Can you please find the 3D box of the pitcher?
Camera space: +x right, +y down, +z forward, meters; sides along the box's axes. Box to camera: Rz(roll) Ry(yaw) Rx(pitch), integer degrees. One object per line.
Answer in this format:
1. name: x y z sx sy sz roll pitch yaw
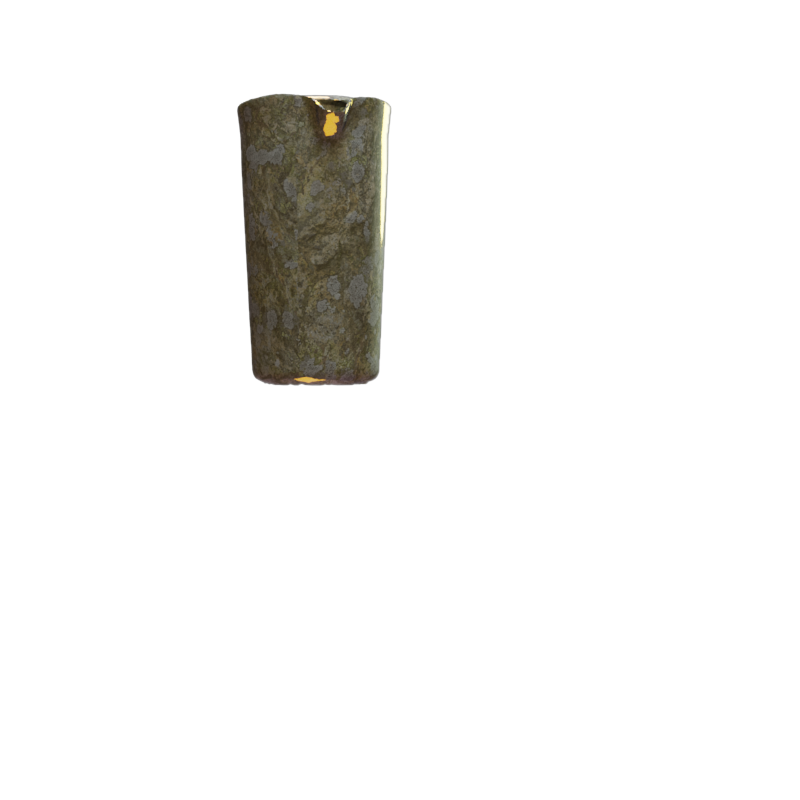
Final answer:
1. pitcher: -0.075 -0.137 0.959 0.149 0.246 0.143 -2 -3 30
